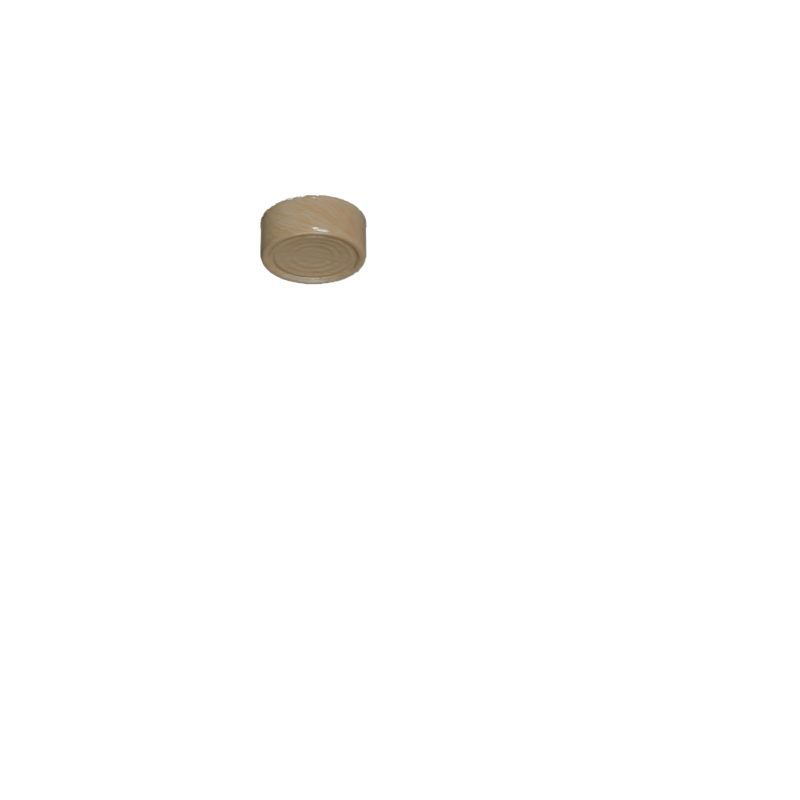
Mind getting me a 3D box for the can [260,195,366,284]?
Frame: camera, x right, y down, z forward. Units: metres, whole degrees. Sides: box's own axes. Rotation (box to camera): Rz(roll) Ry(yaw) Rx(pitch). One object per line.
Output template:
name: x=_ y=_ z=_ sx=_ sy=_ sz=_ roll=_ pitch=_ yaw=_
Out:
can: x=-0.069 y=-0.126 z=0.883 sx=0.086 sy=0.036 sz=0.081 roll=1 pitch=-26 yaw=-2
